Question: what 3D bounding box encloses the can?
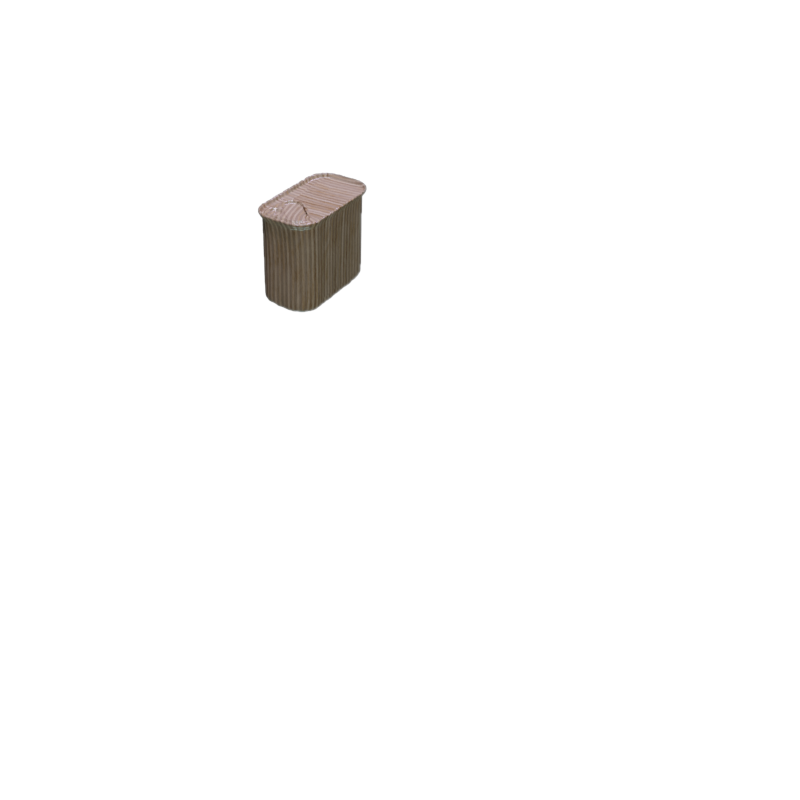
[{"bbox_3d":[-0.073,-0.134,0.938,0.060,0.079,0.103,18,36,26],"label":"can"}]
